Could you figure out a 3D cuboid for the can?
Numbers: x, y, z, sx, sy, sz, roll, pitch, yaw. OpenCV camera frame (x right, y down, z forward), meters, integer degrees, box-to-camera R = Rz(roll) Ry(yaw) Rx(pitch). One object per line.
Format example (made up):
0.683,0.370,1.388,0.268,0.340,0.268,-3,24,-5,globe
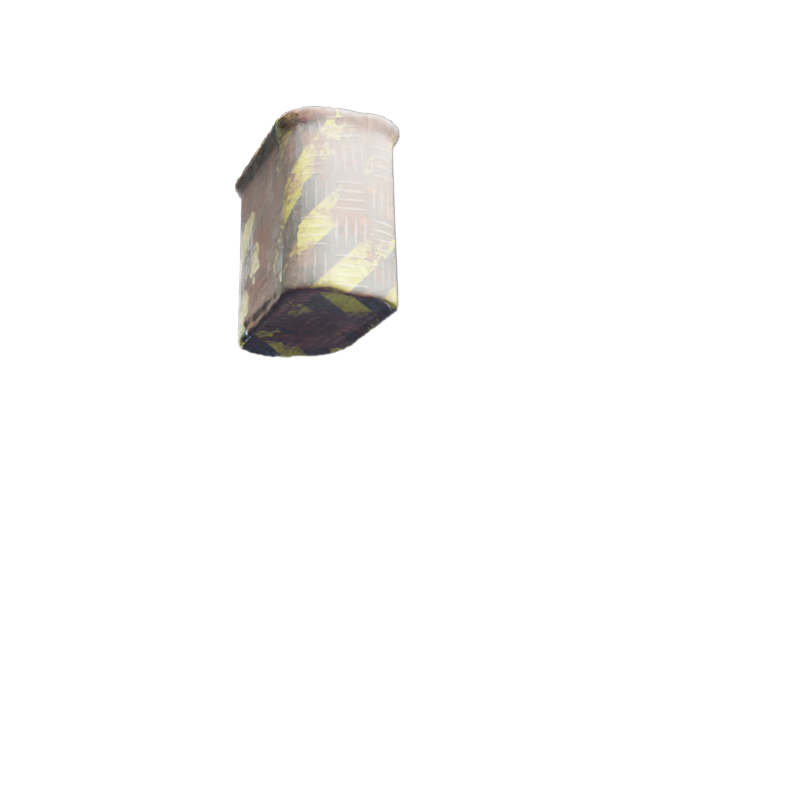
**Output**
-0.039,-0.072,0.504,0.056,0.088,0.100,7,-20,-22,can
